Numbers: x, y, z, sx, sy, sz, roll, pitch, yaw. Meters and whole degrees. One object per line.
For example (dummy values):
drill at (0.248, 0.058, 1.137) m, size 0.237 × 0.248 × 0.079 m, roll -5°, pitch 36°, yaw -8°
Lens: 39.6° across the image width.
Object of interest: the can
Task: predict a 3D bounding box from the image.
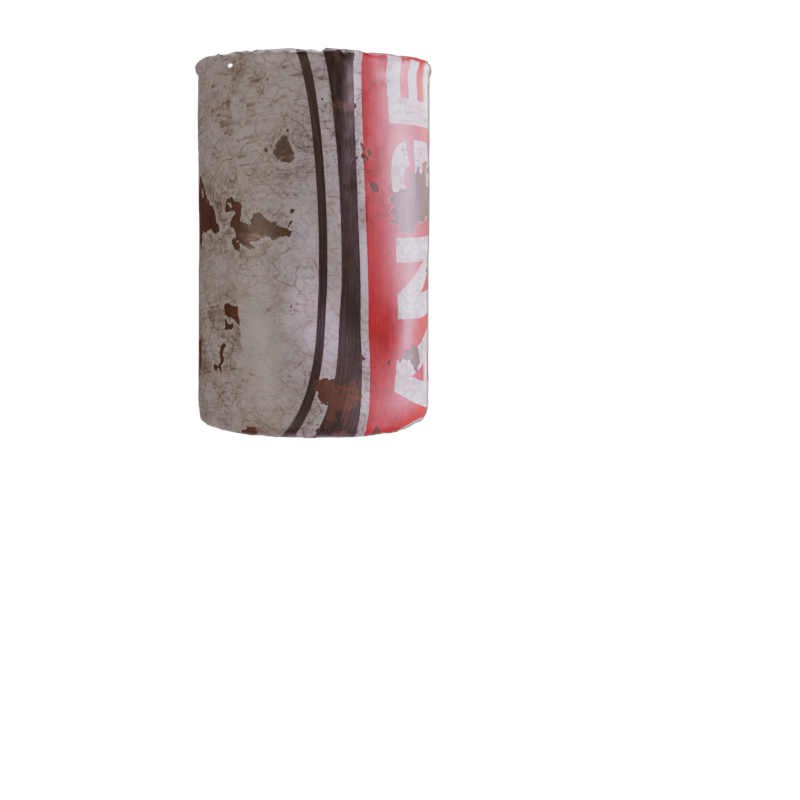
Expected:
can at (-0.025, -0.046, 0.321) m, size 0.068 × 0.102 × 0.069 m, roll 0°, pitch 4°, yaw -2°
